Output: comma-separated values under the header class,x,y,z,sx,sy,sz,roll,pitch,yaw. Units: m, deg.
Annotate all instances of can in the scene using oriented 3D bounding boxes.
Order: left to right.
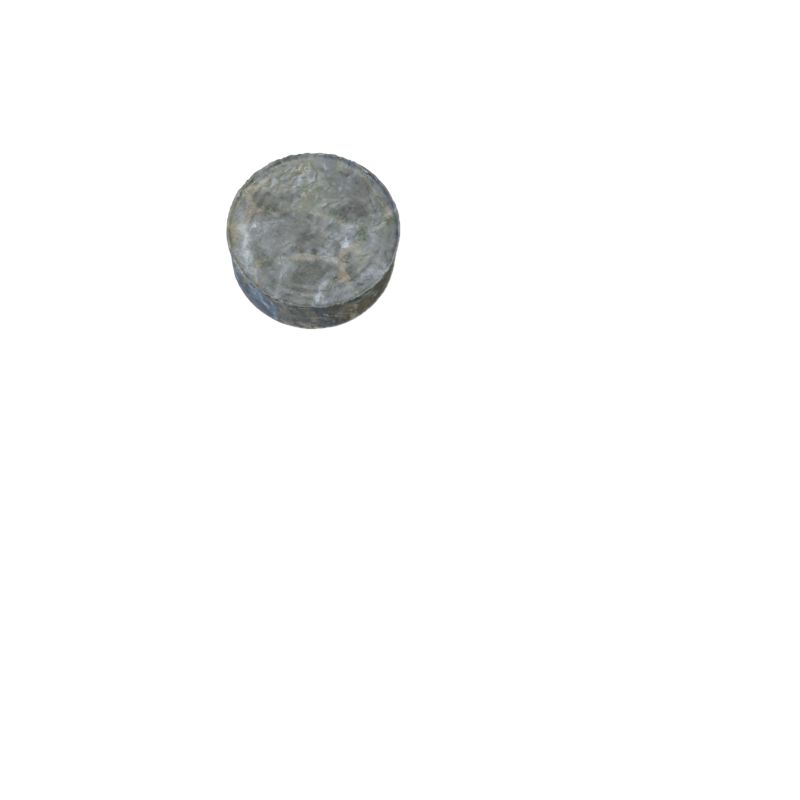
class,x,y,z,sx,sy,sz,roll,pitch,yaw
can,-0.044,-0.080,0.560,0.086,0.091,0.032,-1,-24,-1
